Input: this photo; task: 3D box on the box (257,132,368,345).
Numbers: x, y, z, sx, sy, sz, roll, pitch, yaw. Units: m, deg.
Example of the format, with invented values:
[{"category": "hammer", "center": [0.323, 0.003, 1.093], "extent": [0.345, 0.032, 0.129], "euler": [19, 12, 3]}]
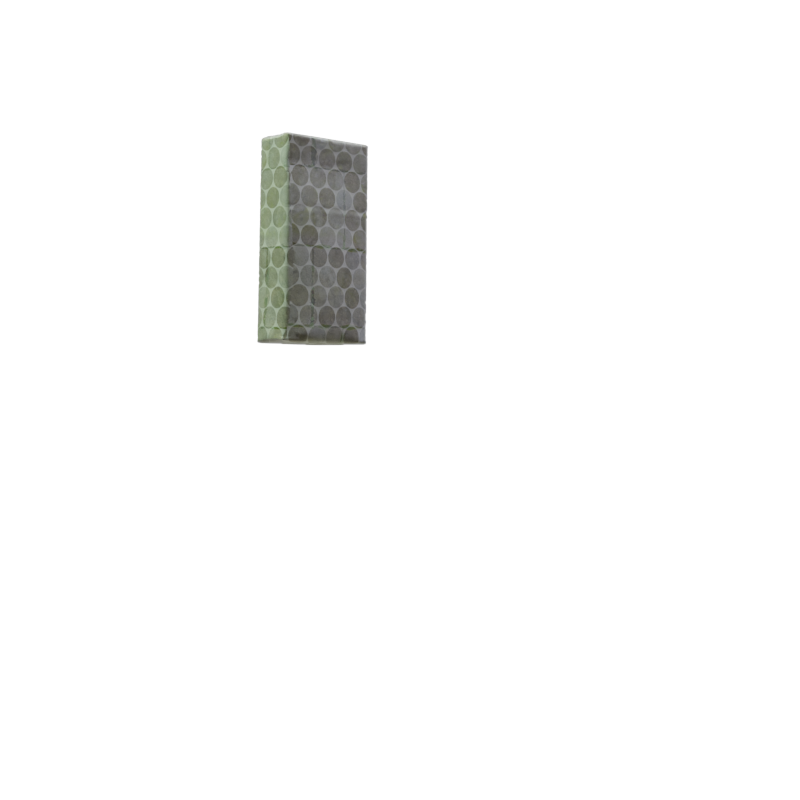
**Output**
[{"category": "box", "center": [-0.075, -0.136, 0.956], "extent": [0.089, 0.179, 0.049], "euler": [4, -8, -41]}]
